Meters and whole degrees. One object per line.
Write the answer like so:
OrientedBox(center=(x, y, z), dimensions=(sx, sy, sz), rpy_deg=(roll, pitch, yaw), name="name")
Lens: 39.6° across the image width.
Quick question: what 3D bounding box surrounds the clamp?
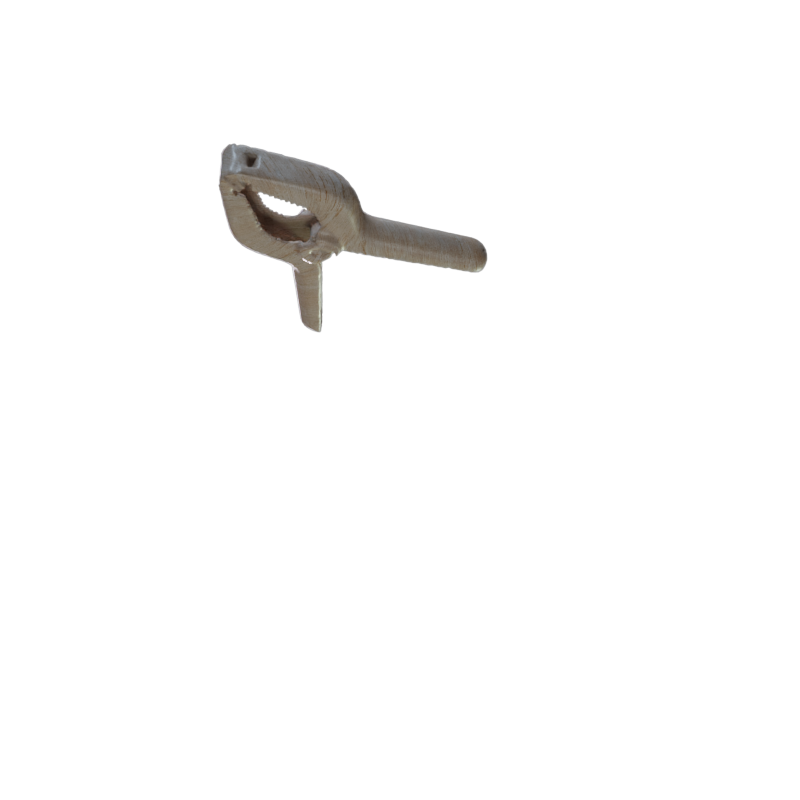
OrientedBox(center=(-0.062, -0.114, 0.798), dimensions=(0.165, 0.039, 0.196), rpy_deg=(-25, -38, 36), name="clamp")
